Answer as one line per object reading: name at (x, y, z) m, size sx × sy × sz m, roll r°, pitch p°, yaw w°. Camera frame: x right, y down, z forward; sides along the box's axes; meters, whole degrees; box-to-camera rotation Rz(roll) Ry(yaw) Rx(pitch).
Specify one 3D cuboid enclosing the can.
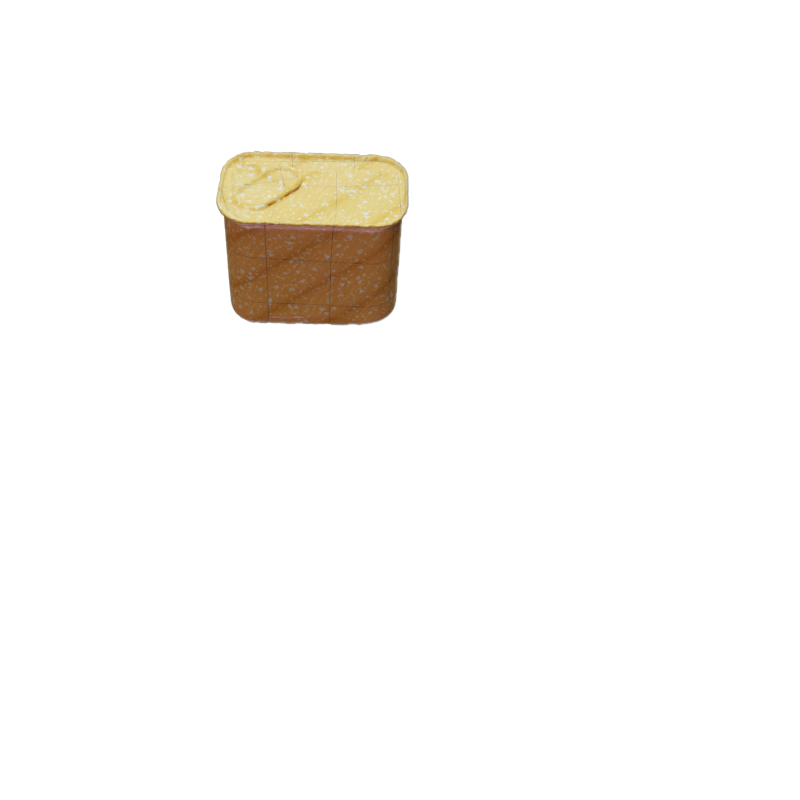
can at (-0.049, -0.088, 0.620) m, size 0.102 × 0.062 × 0.078 m, roll 2°, pitch -41°, yaw 0°
